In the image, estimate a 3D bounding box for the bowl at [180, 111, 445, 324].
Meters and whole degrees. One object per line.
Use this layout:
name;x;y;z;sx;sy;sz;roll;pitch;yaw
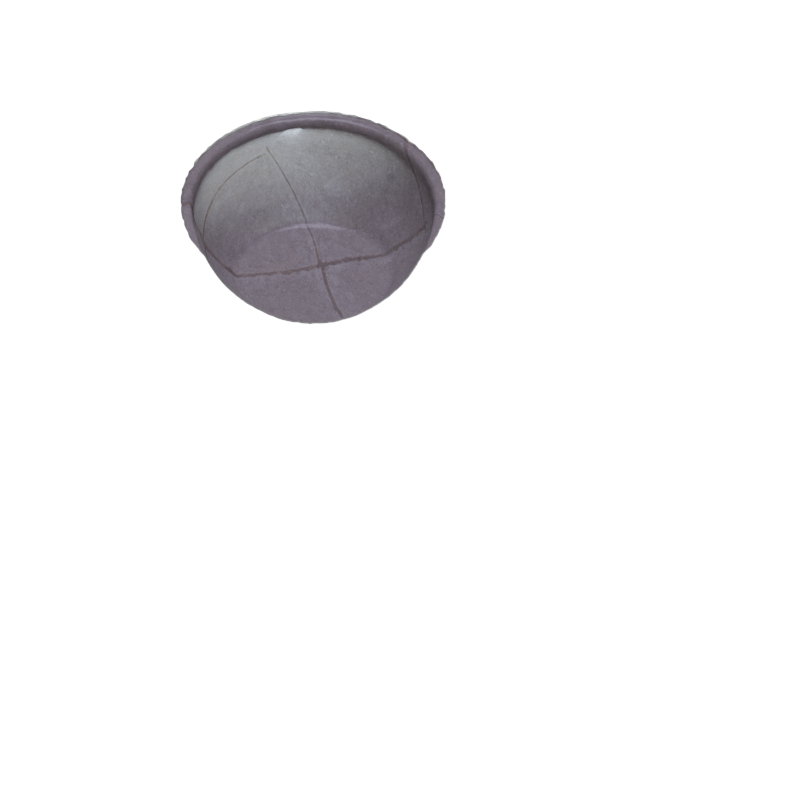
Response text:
bowl;-0.052;-0.094;0.660;0.162;0.059;0.151;1;-37;-2
